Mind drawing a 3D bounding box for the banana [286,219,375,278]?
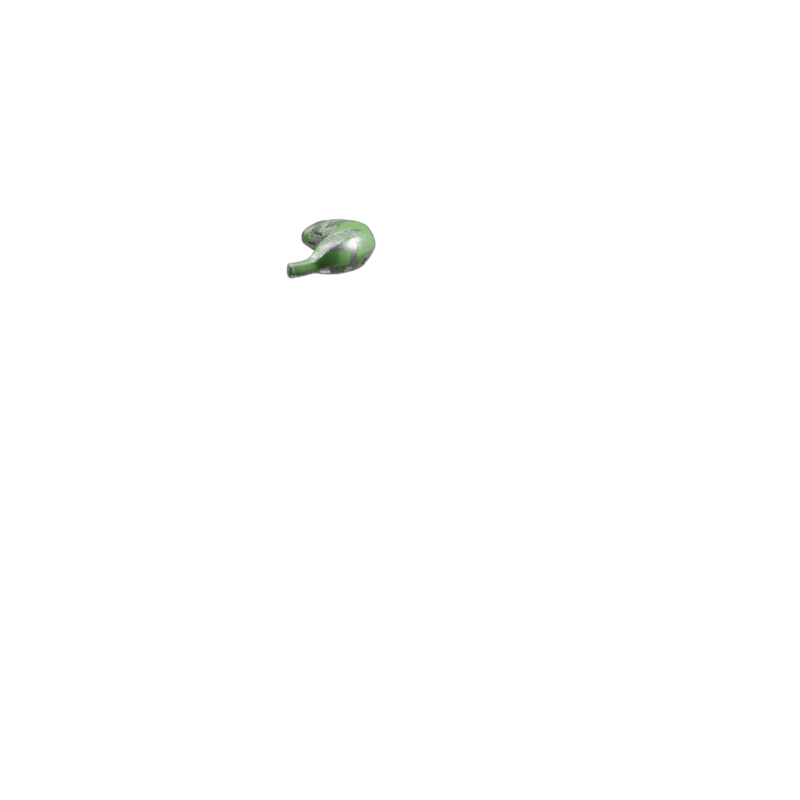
[{"bbox_3d":[-0.056,-0.134,0.943,0.070,0.036,0.202,0,14,-1],"label":"banana"}]
